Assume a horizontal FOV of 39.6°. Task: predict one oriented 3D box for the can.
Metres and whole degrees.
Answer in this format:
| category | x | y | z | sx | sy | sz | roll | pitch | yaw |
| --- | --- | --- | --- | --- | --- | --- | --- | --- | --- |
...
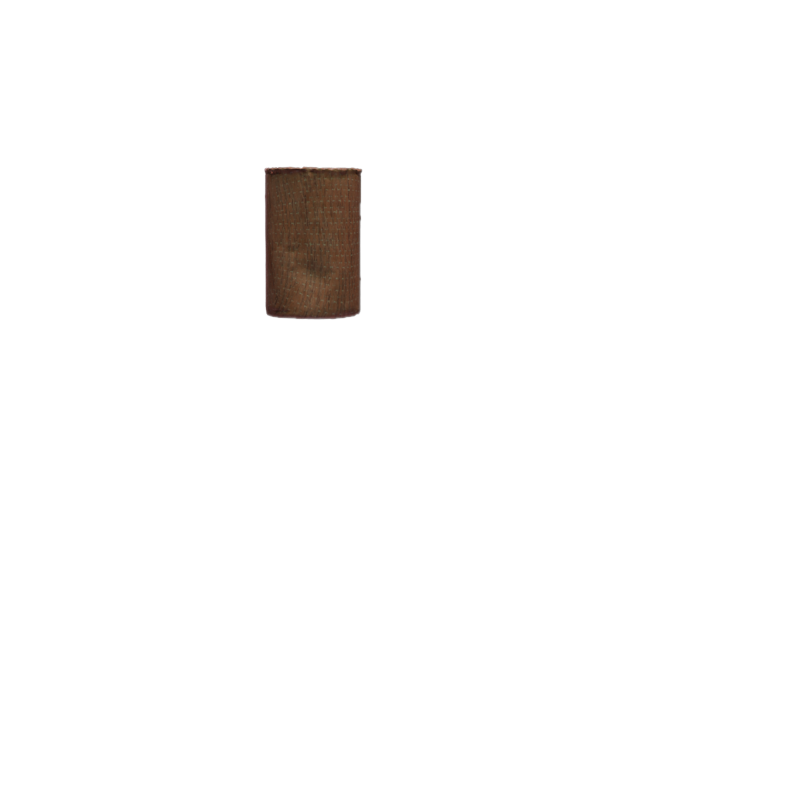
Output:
| category | x | y | z | sx | sy | sz | roll | pitch | yaw |
| --- | --- | --- | --- | --- | --- | --- | --- | --- | --- |
| can | -0.060 | -0.110 | 0.770 | 0.068 | 0.102 | 0.069 | 0 | 4 | -2 |
